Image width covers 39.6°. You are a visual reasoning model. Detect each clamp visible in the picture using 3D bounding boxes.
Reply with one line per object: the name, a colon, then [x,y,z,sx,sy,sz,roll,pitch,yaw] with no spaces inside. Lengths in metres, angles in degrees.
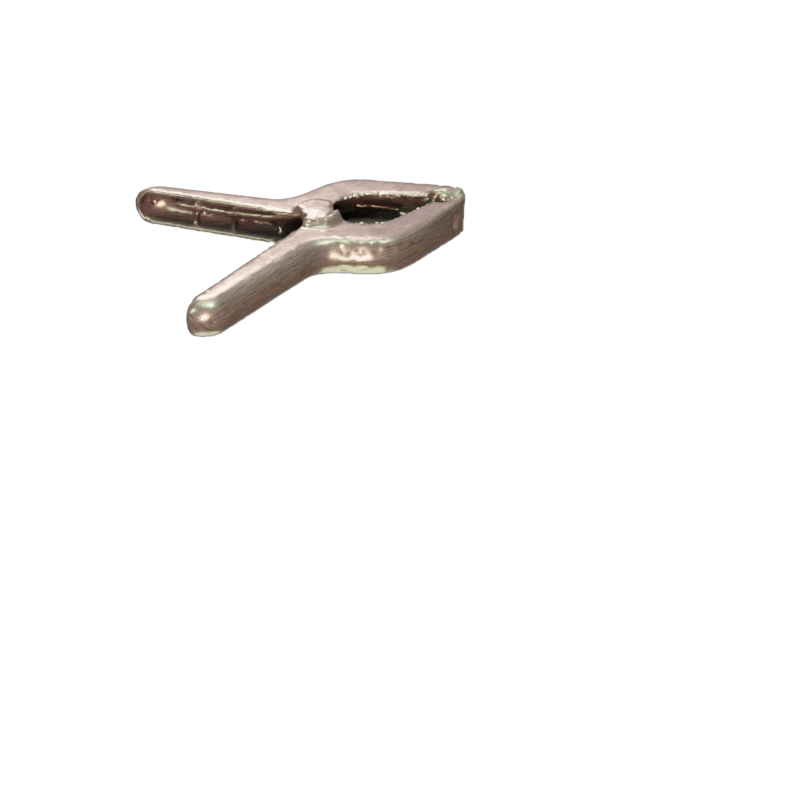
clamp: [-0.054,-0.098,0.690,0.207,0.034,0.177,-8,36,-11]
